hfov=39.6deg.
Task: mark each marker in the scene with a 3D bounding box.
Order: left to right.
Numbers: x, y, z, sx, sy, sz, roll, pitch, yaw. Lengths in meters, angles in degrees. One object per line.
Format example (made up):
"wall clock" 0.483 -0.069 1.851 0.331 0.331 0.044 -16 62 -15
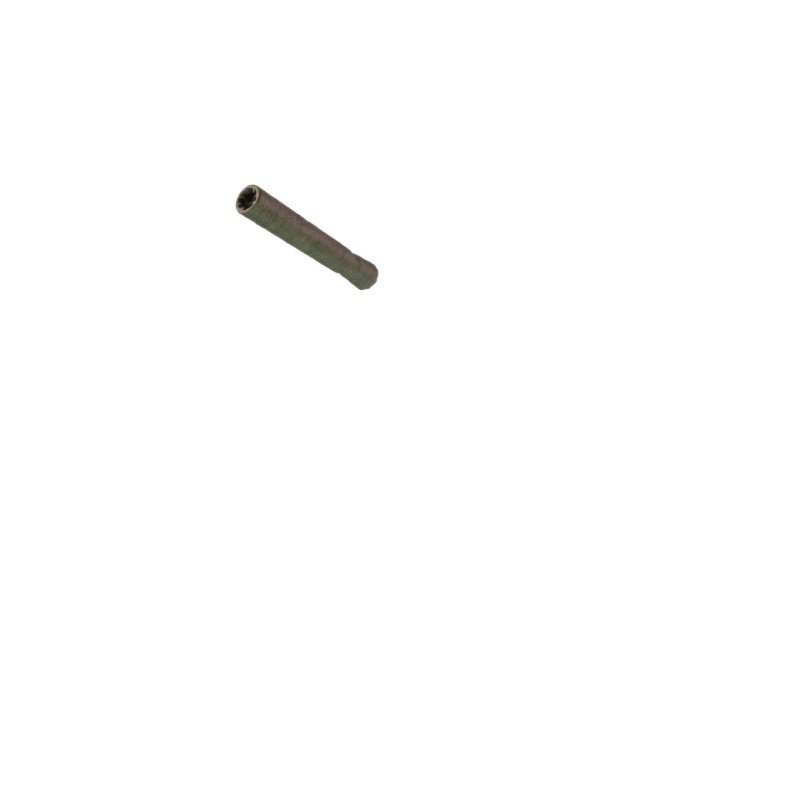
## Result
"marker" -0.052 -0.095 0.667 0.021 0.020 0.113 3 -17 41
